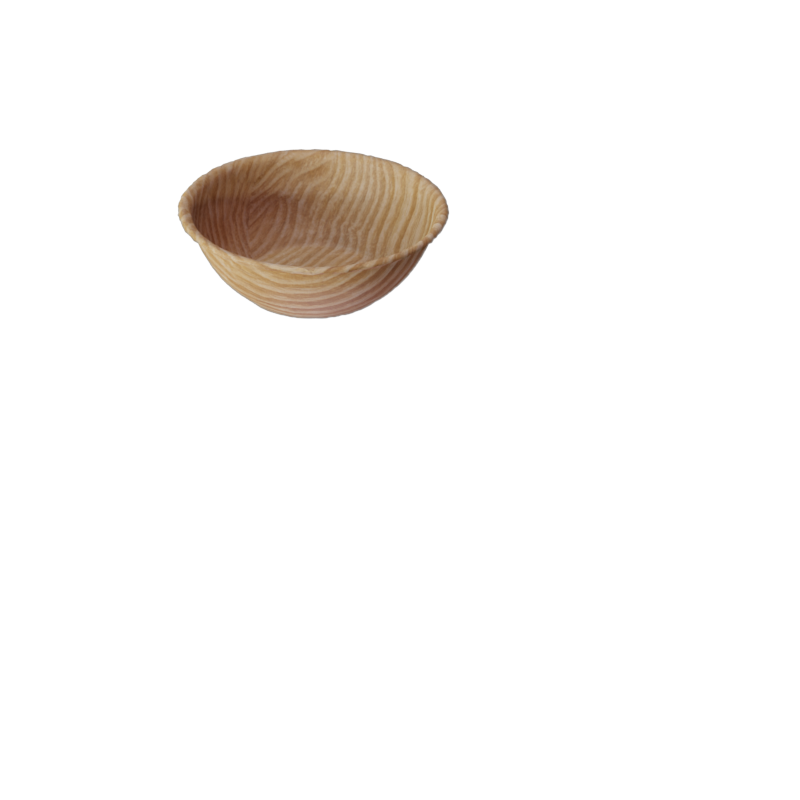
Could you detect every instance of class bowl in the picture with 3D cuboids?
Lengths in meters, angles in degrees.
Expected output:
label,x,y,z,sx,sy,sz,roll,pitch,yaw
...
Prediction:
label,x,y,z,sx,sy,sz,roll,pitch,yaw
bowl,-0.053,-0.096,0.675,0.162,0.052,0.173,-1,34,-2
